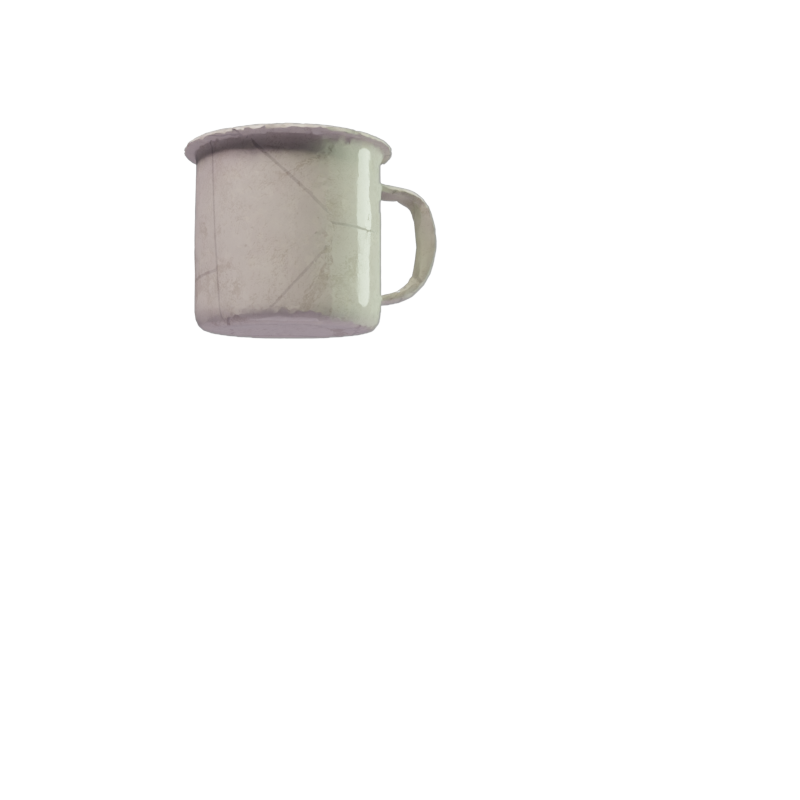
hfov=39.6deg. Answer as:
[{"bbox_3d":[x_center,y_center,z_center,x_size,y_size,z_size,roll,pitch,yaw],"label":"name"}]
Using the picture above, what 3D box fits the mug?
[{"bbox_3d":[-0.039,-0.071,0.494,0.114,0.083,0.094,2,-6,-23],"label":"mug"}]
